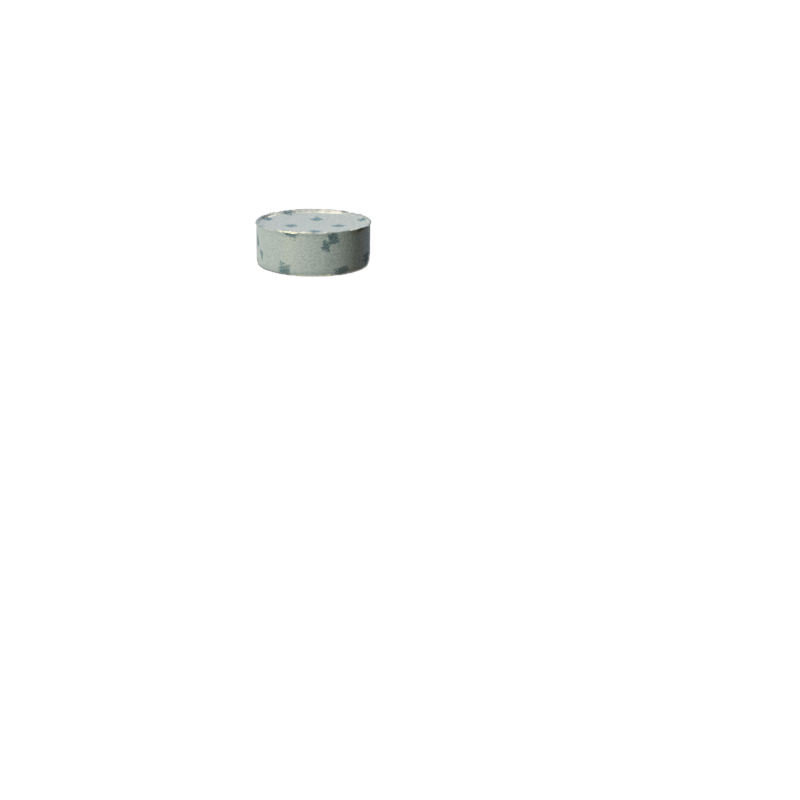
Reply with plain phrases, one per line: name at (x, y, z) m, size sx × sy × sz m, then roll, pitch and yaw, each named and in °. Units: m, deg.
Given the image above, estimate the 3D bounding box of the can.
can at (-0.065, -0.118, 0.824) m, size 0.086 × 0.032 × 0.089 m, roll -1°, pitch 19°, yaw -2°
